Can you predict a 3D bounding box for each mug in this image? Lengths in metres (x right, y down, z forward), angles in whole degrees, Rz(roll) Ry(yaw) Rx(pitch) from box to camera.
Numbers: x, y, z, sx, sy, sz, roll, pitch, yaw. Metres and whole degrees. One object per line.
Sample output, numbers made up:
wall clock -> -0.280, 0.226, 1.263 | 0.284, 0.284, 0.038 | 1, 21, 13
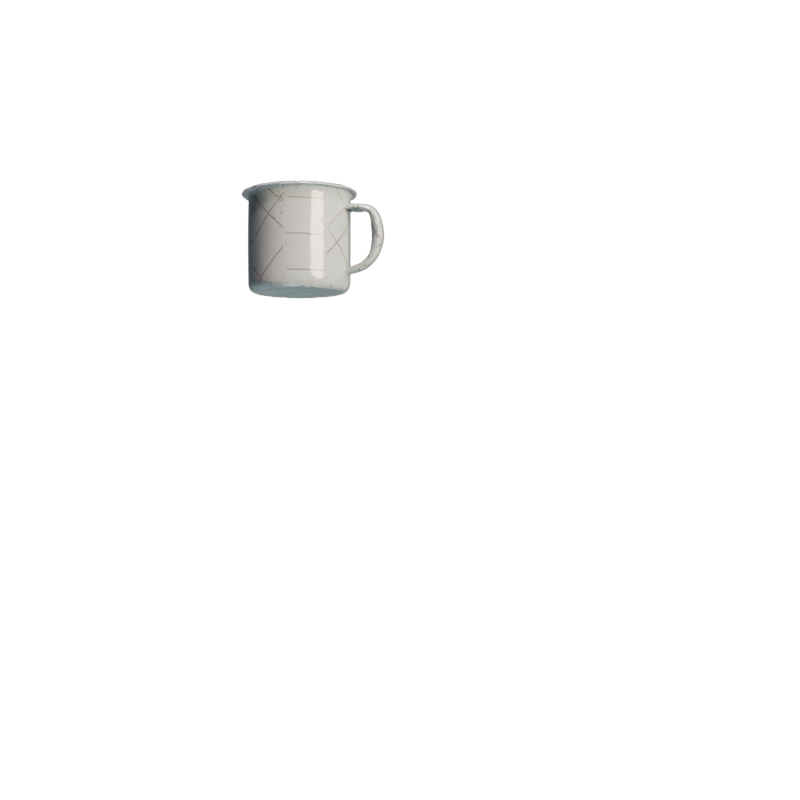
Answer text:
mug -> -0.069, -0.126, 0.882 | 0.120, 0.083, 0.090 | -2, -5, 18
